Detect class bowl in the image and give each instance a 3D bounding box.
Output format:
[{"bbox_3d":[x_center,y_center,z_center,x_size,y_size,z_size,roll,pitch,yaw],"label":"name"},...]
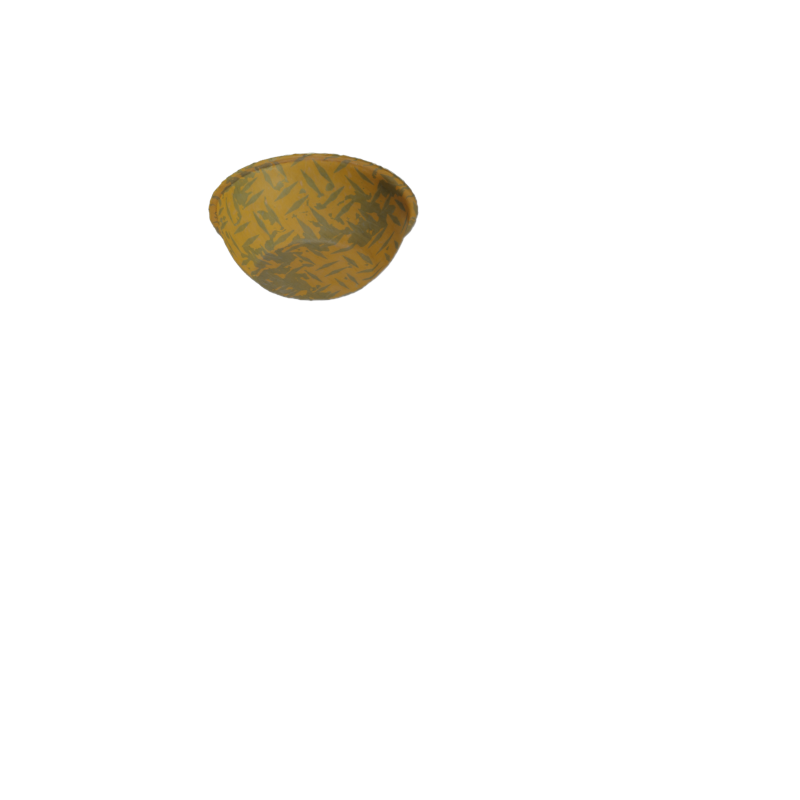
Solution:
[{"bbox_3d":[-0.066,-0.120,0.843,0.162,0.058,0.153,1,-26,-2],"label":"bowl"}]
